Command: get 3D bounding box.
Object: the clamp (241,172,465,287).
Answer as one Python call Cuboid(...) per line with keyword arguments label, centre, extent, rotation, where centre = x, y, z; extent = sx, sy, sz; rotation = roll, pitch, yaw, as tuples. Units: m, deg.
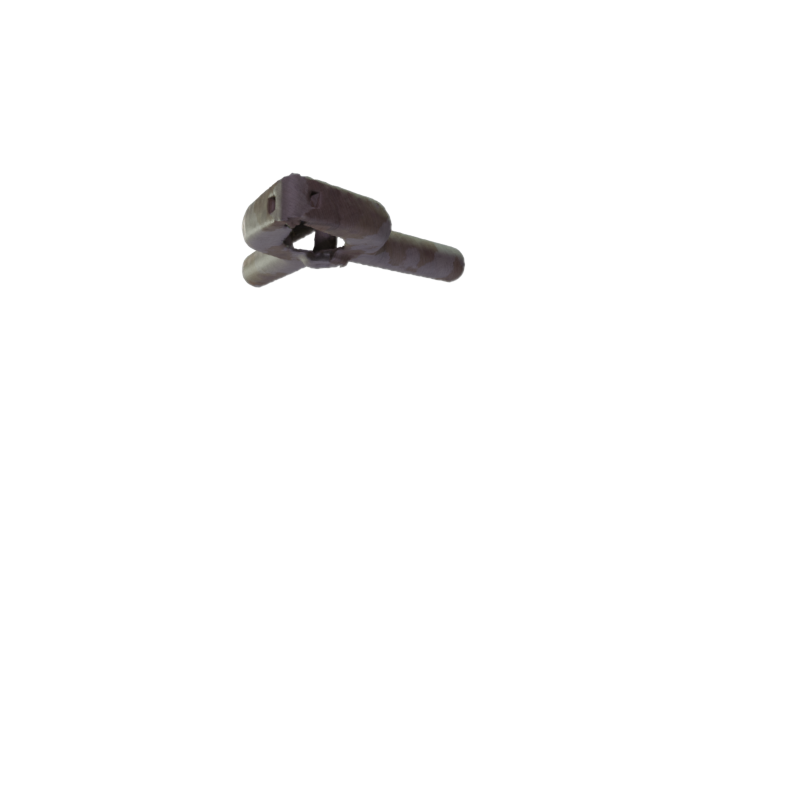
Cuboid(label="clamp", centre=(-0.058, -0.105, 0.737), extent=(0.168, 0.037, 0.201), rotation=(-2, -7, 17))
